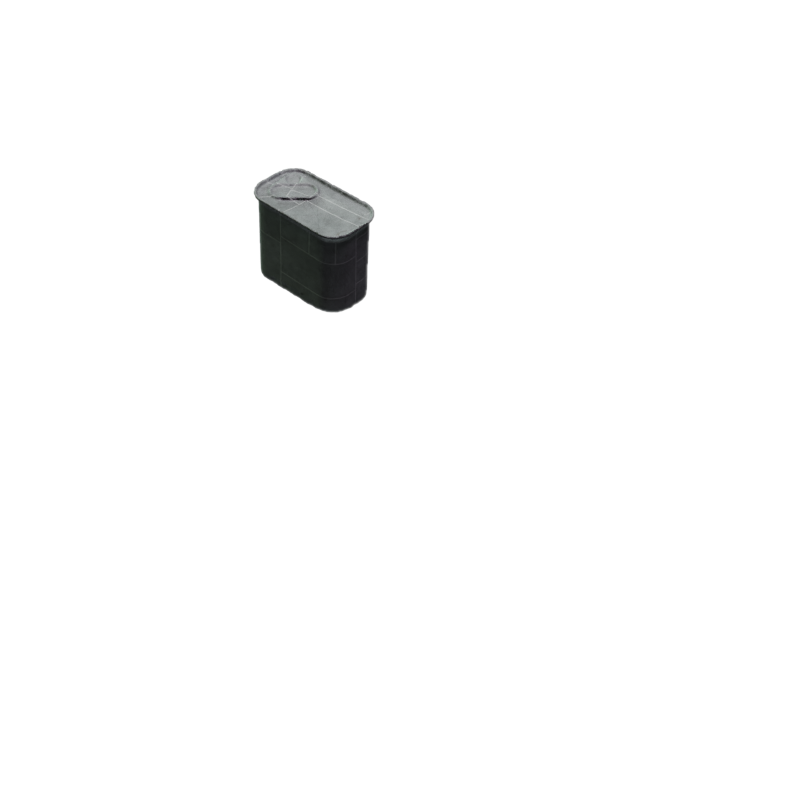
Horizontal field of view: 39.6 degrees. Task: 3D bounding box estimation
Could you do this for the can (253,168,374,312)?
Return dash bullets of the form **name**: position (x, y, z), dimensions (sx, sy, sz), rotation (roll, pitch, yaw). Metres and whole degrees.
- **can**: position (-0.072, -0.131, 0.915), dimensions (0.109, 0.078, 0.058), rotation (33, 50, 30)
